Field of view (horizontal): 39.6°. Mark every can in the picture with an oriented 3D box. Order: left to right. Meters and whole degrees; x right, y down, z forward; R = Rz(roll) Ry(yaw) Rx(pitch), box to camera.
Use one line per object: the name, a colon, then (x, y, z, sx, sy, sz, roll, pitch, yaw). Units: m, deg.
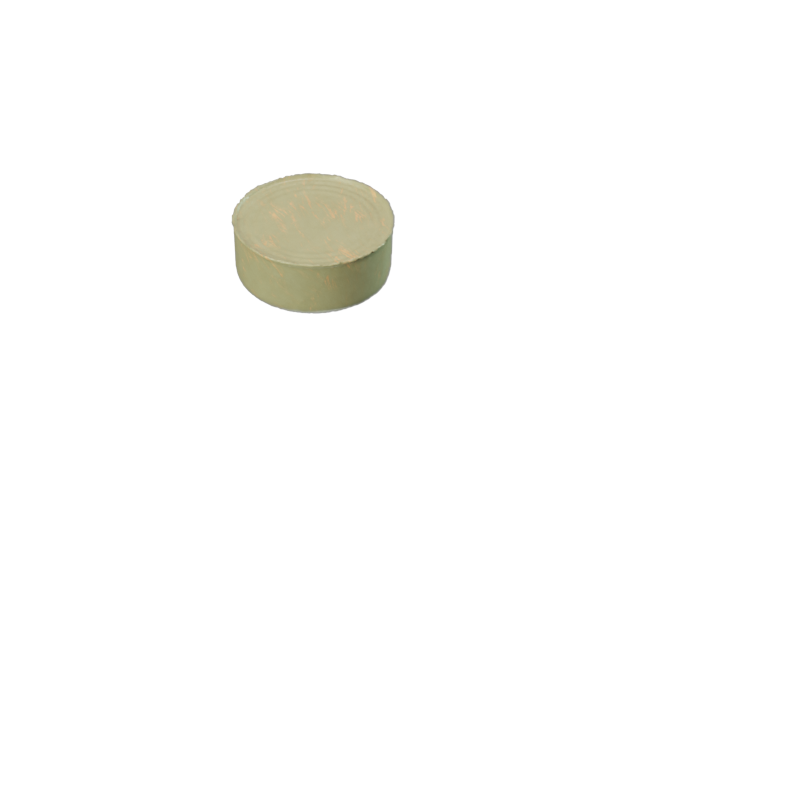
can: (-0.046, -0.085, 0.592, 0.086, 0.031, 0.092, -1, 41, -2)
